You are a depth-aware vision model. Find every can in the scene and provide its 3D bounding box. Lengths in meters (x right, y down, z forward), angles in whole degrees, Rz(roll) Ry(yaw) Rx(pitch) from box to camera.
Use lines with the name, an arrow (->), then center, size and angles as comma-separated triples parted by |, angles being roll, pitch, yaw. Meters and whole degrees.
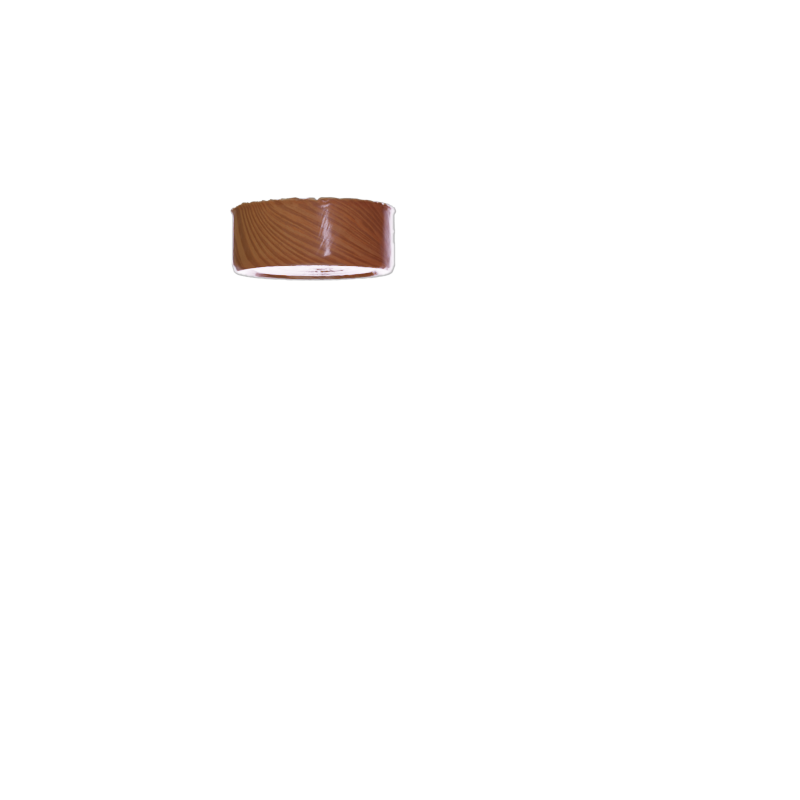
can -> -0.045, -0.082, 0.575 | 0.086, 0.034, 0.085 | 0, 0, -2
